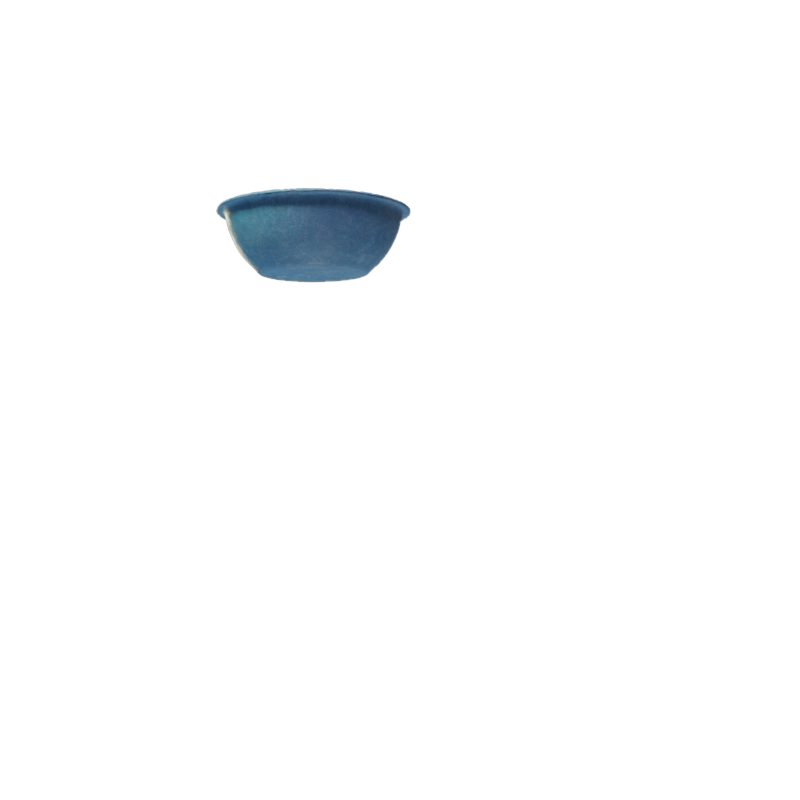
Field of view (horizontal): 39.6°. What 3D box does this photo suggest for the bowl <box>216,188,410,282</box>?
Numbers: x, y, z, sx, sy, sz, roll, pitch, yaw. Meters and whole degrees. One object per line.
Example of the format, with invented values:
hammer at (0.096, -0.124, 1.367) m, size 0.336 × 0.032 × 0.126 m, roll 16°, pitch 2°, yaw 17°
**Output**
bowl at (-0.072, -0.131, 0.919) m, size 0.162 × 0.056 × 0.160 m, roll 0°, pitch -4°, yaw -2°
